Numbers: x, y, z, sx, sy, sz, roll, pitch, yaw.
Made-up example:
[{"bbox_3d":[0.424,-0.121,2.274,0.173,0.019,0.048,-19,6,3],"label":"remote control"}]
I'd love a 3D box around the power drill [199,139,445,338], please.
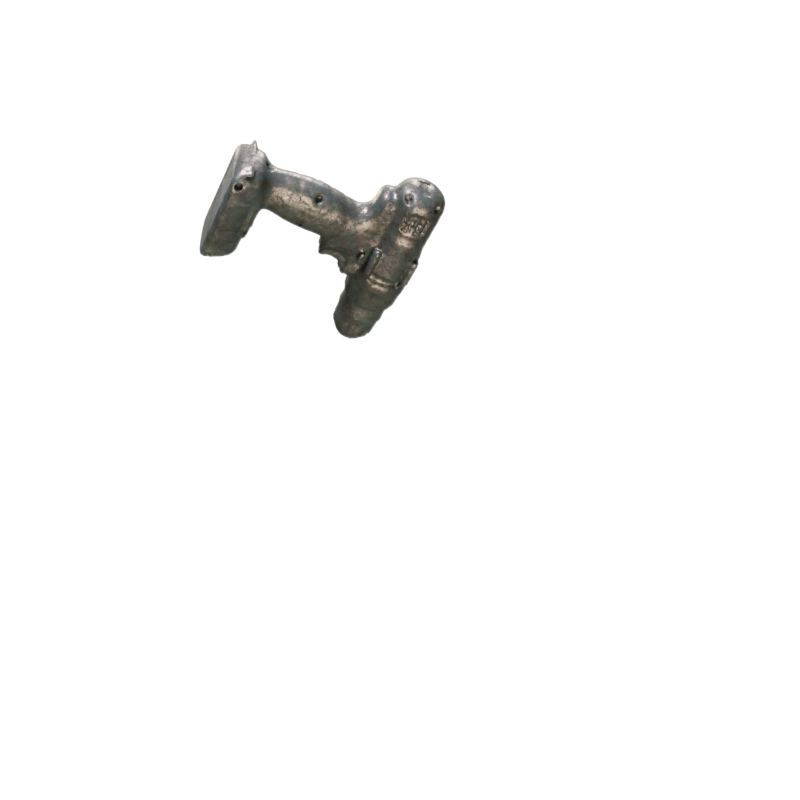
[{"bbox_3d":[-0.076,-0.139,0.973,0.183,0.062,0.177,16,-49,-15],"label":"power drill"}]
